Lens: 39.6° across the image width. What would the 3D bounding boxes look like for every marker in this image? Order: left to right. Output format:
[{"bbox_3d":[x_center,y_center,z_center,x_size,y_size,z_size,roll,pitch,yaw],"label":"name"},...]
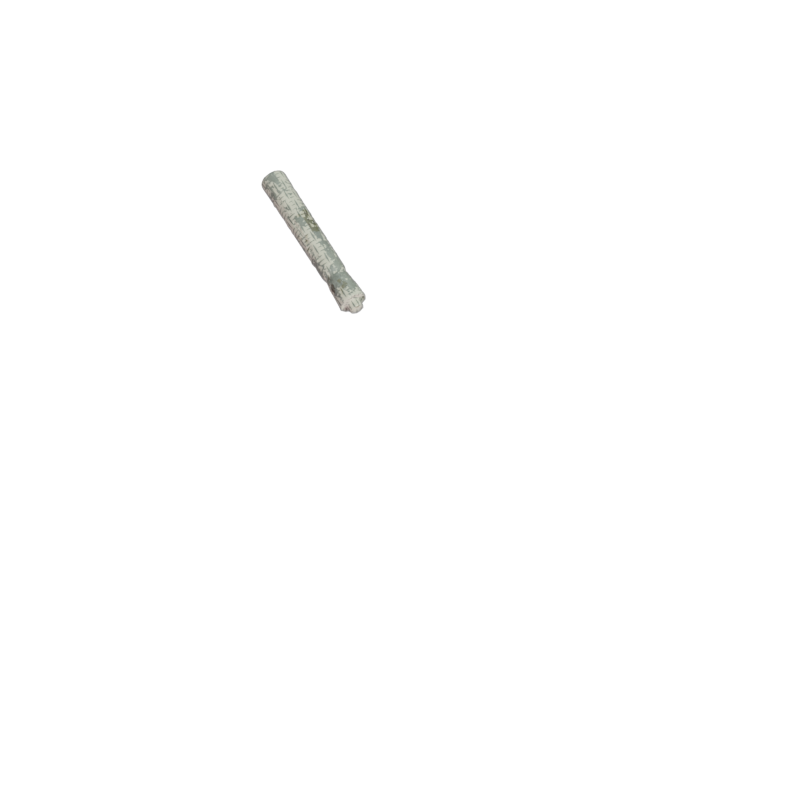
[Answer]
[{"bbox_3d":[-0.058,-0.106,0.742,0.020,0.130,0.018,-24,-30,-16],"label":"marker"}]
